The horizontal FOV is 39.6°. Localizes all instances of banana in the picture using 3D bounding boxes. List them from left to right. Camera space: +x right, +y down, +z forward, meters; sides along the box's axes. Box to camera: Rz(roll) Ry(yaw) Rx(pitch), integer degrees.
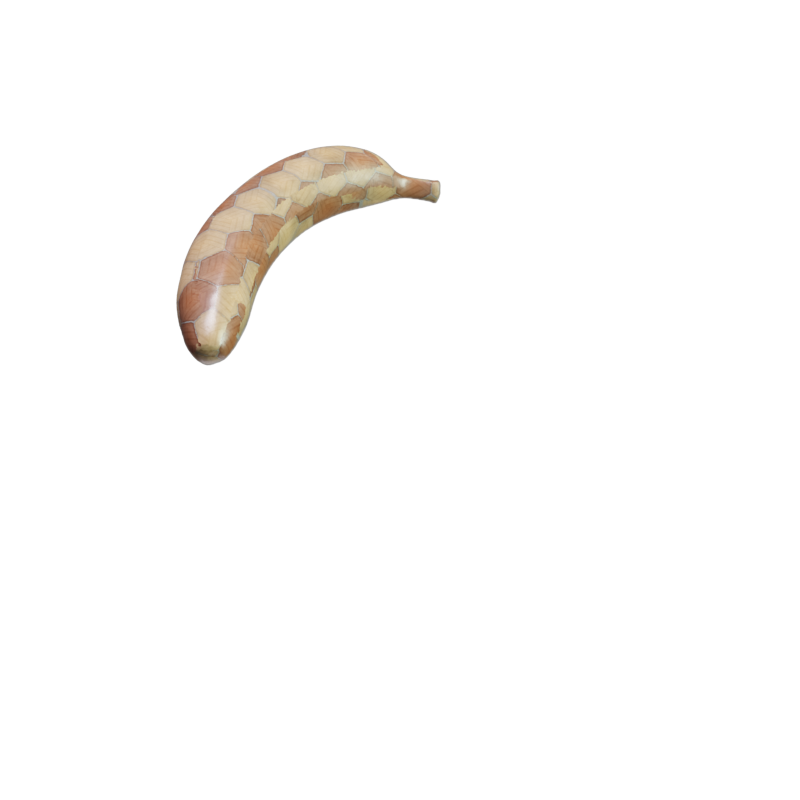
[{"bbox_3d":[-0.055,-0.083,0.536,0.073,0.034,0.201,20,40,25],"label":"banana"}]
